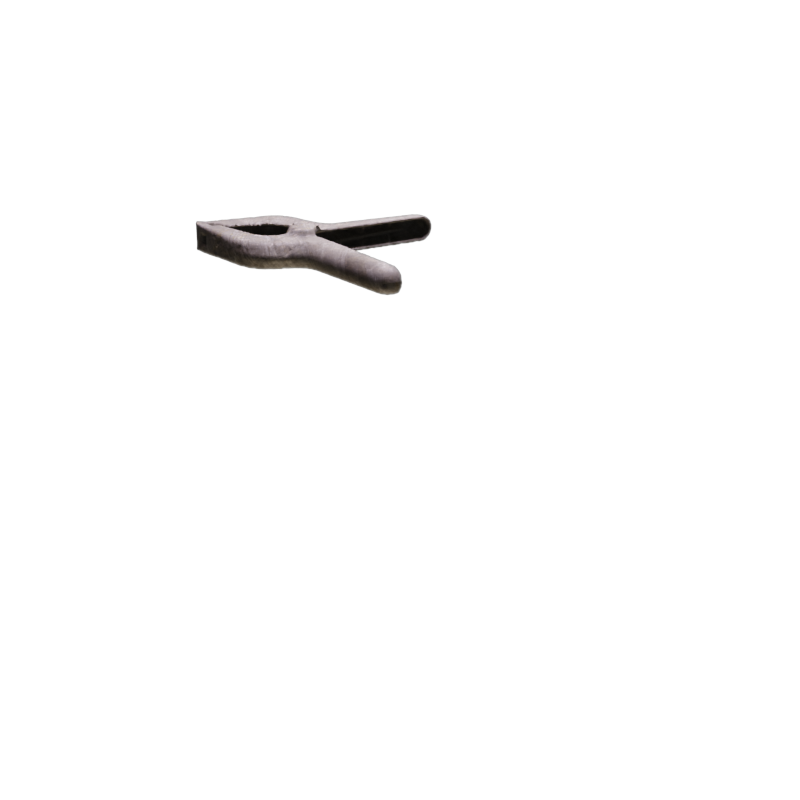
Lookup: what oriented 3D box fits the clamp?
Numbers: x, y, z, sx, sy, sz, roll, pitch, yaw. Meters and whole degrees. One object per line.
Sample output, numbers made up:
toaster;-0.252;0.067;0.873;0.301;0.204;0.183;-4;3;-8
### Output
clamp;-0.077;-0.141;0.988;0.216;0.035;0.167;8;25;18
